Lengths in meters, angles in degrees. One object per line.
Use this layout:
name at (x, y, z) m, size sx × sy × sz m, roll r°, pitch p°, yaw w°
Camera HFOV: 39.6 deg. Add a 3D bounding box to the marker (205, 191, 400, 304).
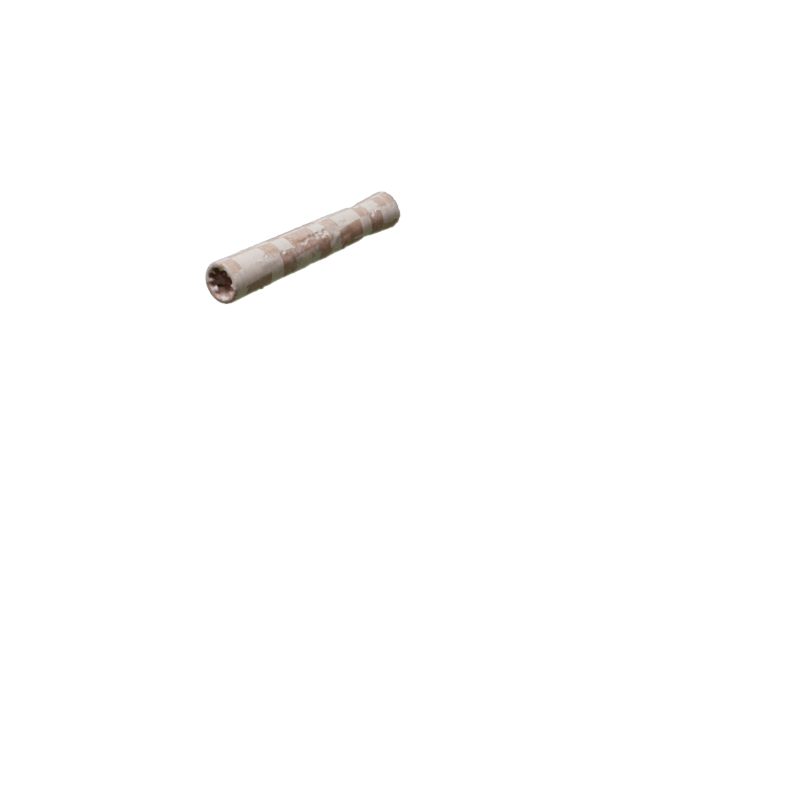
marker at (-0.039, -0.072, 0.504) m, size 0.021 × 0.019 × 0.121 m, roll 3°, pitch 25°, yaw 39°
